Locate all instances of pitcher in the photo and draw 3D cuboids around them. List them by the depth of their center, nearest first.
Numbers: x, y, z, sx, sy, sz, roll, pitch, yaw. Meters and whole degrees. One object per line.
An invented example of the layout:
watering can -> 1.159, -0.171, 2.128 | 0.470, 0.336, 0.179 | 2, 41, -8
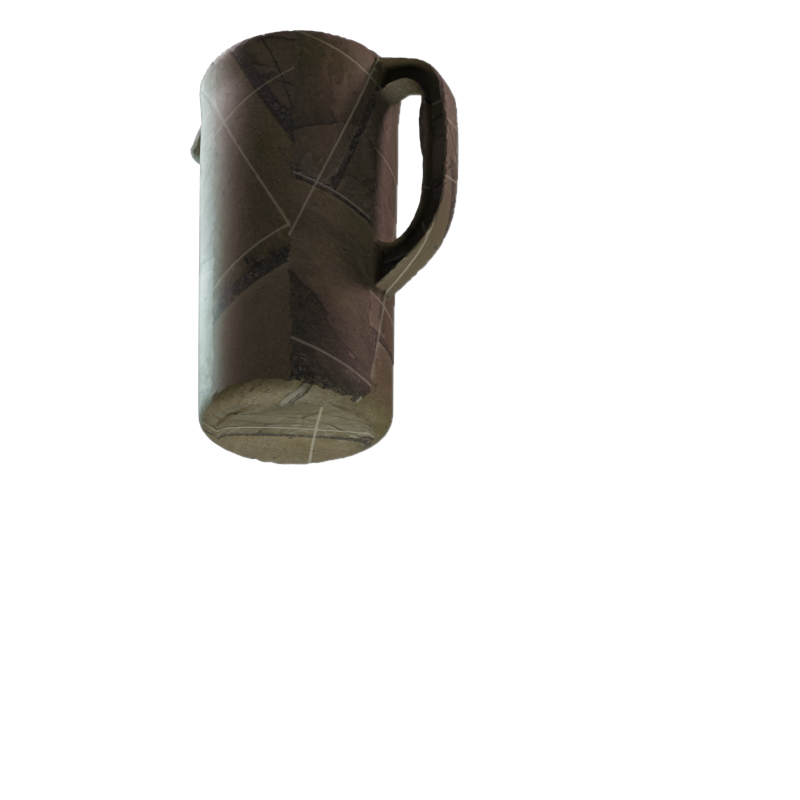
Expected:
pitcher -> -0.052, -0.095, 0.664 | 0.141, 0.258, 0.144 | 7, -30, -16
